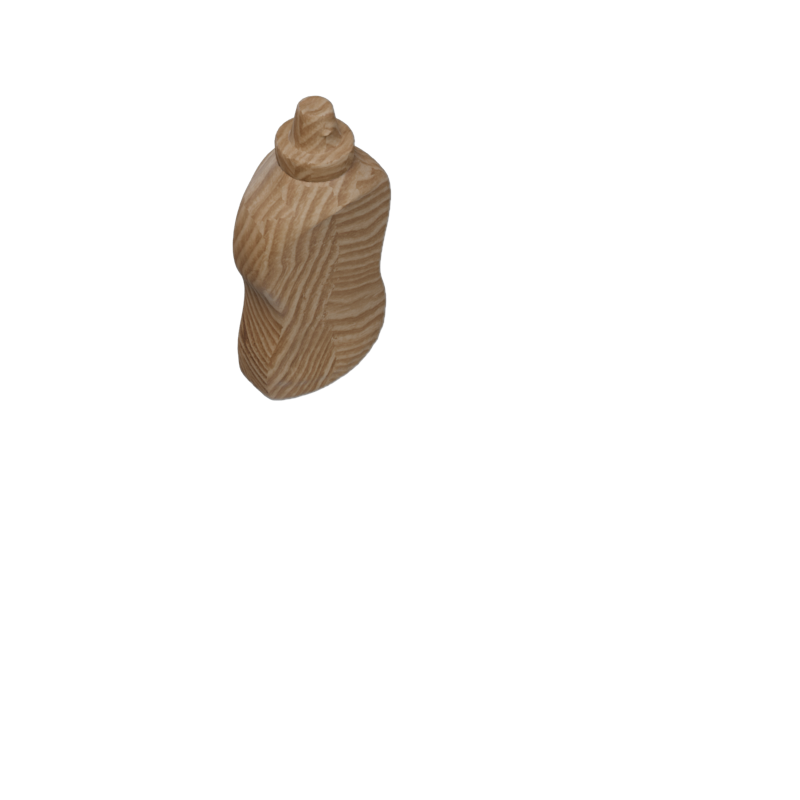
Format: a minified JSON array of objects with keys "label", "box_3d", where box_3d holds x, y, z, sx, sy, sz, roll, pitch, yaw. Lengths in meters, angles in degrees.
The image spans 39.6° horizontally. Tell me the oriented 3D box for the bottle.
[{"label":"bottle","box_3d":[-0.048,-0.087,0.613,0.096,0.179,0.062,-32,59,-27]}]
